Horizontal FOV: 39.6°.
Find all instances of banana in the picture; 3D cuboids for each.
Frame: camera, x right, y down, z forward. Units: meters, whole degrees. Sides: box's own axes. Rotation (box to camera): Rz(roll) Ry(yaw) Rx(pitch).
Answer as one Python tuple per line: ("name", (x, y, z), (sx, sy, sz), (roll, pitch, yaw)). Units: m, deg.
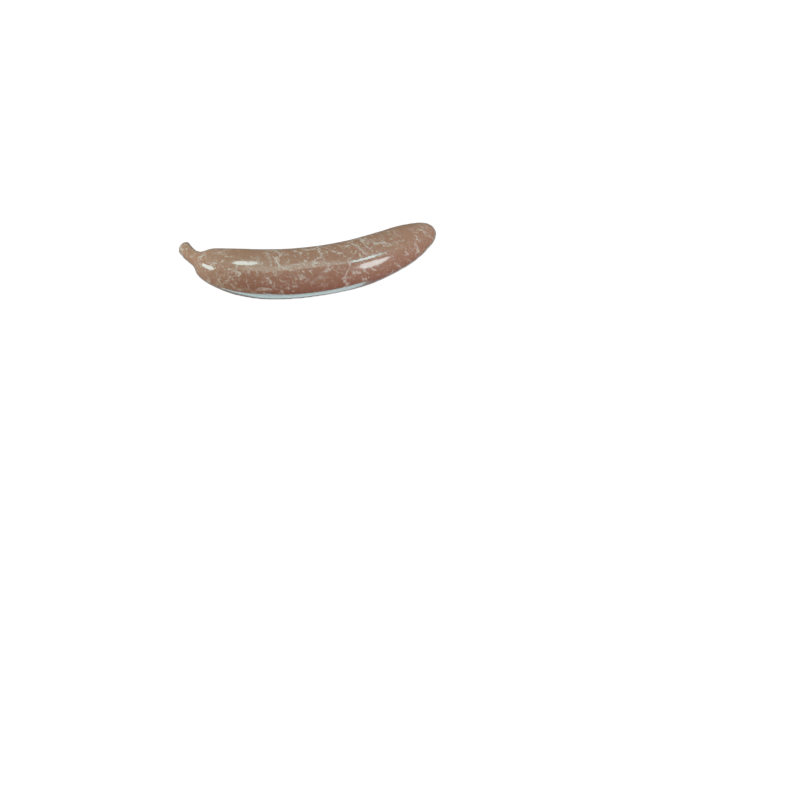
("banana", (-0.067, -0.105, 0.827), (0.197, 0.075, 0.034), (-3, -43, -3))
